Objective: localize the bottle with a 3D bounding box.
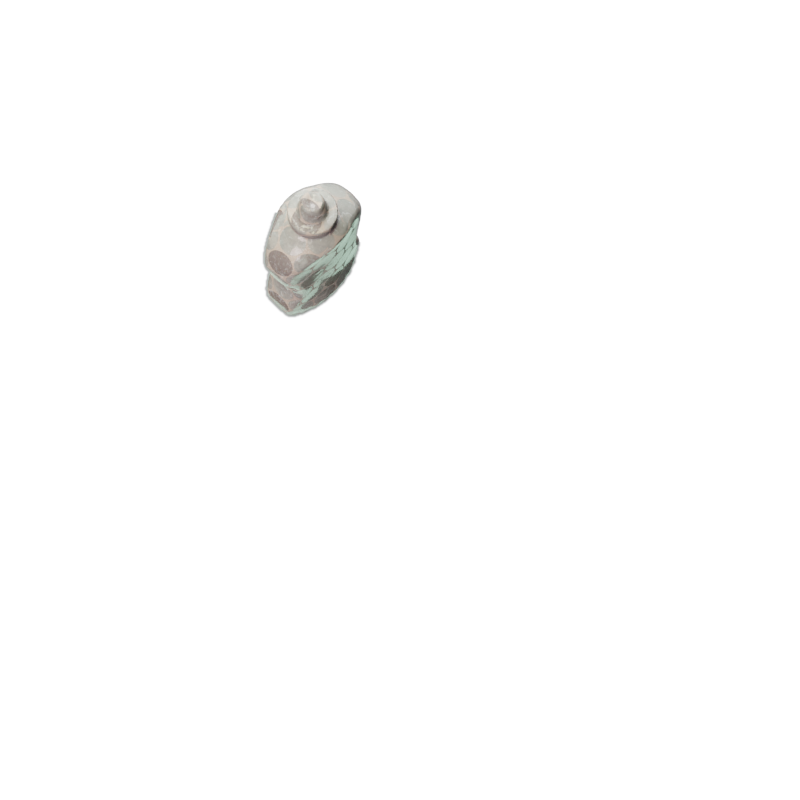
[{"bbox_3d":[-0.075,-0.136,0.951,0.097,0.060,0.185,-45,-5,-11],"label":"bottle"}]
